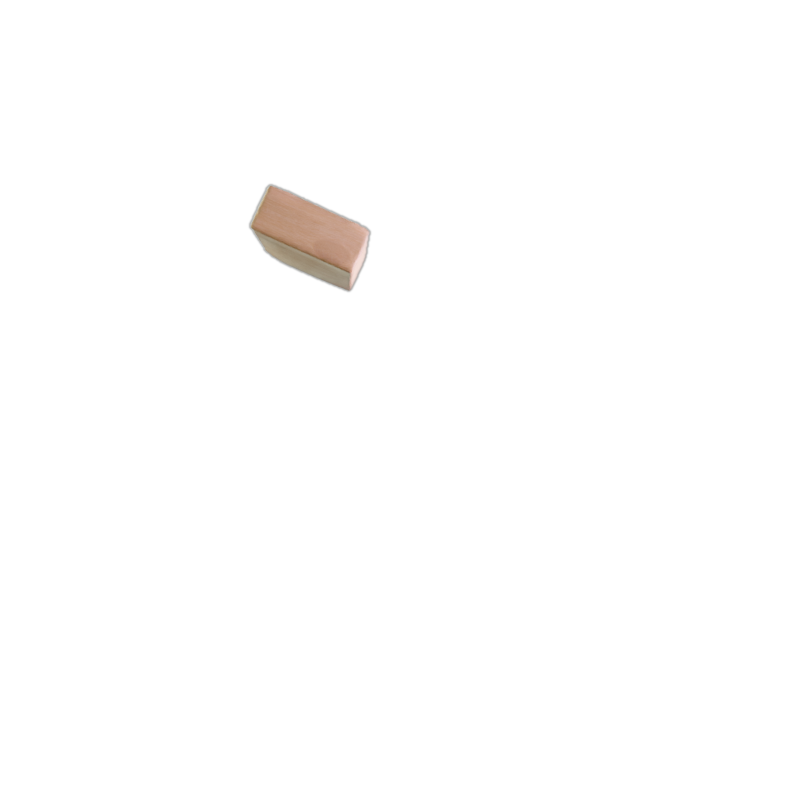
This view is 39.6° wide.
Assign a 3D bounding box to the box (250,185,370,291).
[{"bbox_3d":[-0.076,-0.139,0.969,0.094,0.048,0.174,25,-3,-2],"label":"box"}]
